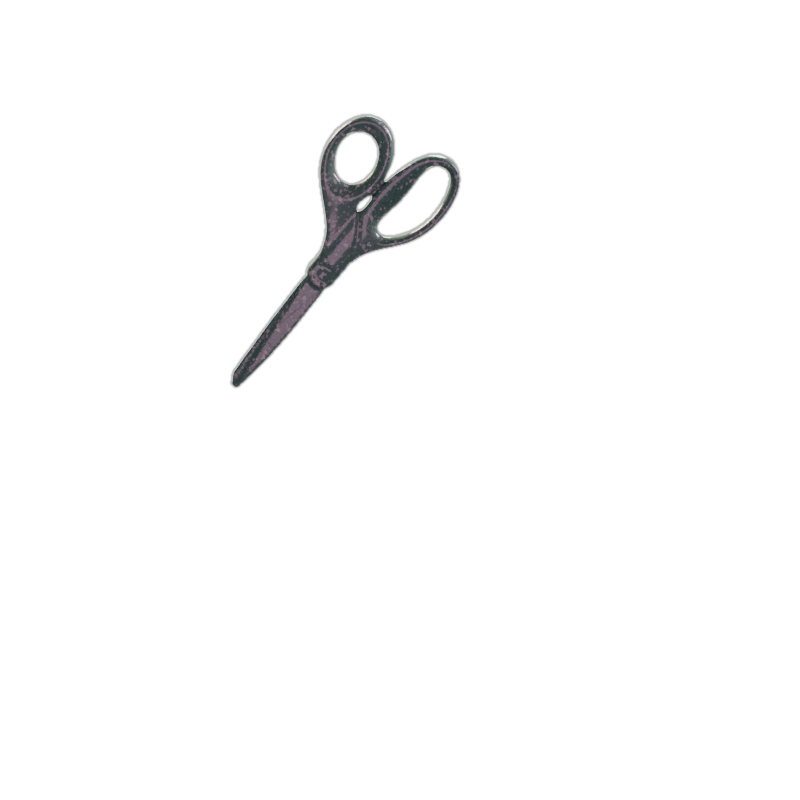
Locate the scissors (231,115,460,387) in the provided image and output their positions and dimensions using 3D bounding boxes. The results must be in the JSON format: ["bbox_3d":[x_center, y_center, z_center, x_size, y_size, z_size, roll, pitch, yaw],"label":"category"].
[{"bbox_3d":[-0.055,-0.101,0.705,0.201,0.093,0.016,-35,11,8],"label":"scissors"}]
